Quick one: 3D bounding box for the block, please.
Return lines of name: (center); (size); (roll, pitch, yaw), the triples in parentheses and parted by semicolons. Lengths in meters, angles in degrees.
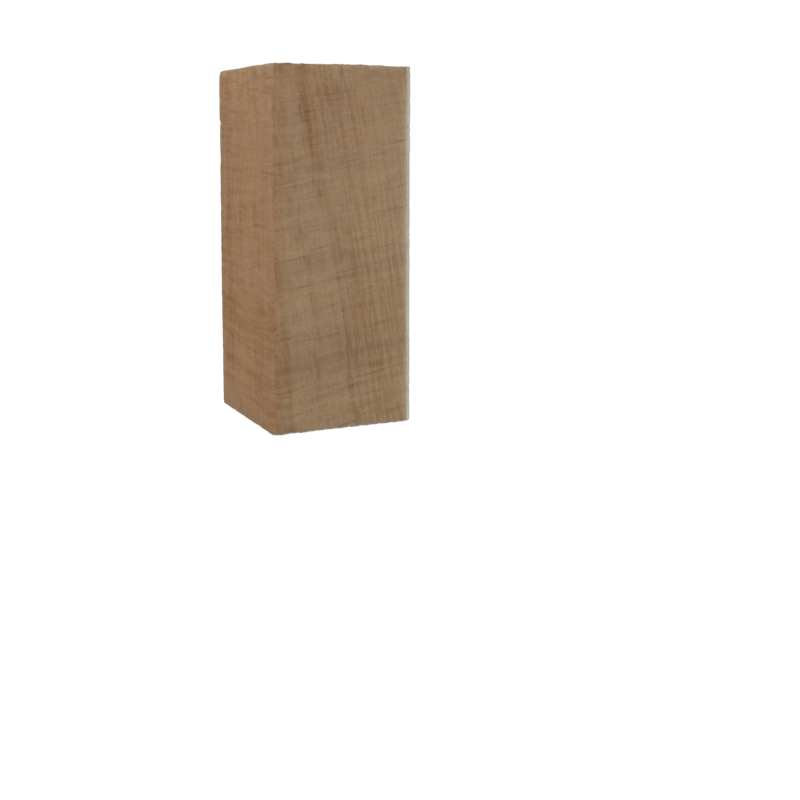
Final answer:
block: (-0.053, -0.095, 0.665); (0.088, 0.203, 0.095); (-3, 8, -26)
